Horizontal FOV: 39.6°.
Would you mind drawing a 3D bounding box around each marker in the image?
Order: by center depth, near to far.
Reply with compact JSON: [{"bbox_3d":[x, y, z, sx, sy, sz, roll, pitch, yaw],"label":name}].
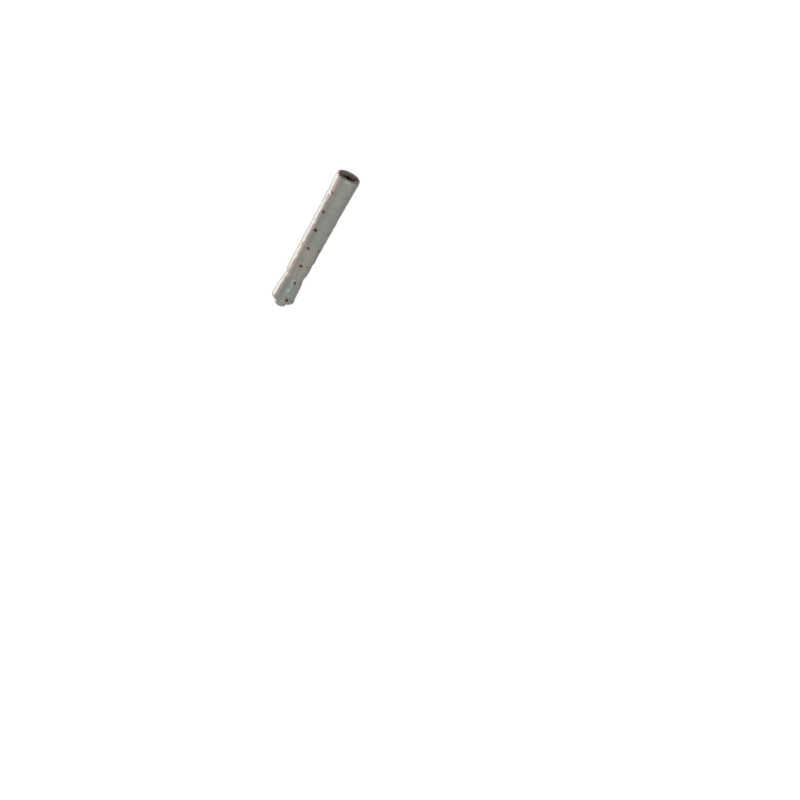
[{"bbox_3d":[-0.065,-0.119,0.836,0.019,0.117,0.021,24,28,-17],"label":"marker"}]
